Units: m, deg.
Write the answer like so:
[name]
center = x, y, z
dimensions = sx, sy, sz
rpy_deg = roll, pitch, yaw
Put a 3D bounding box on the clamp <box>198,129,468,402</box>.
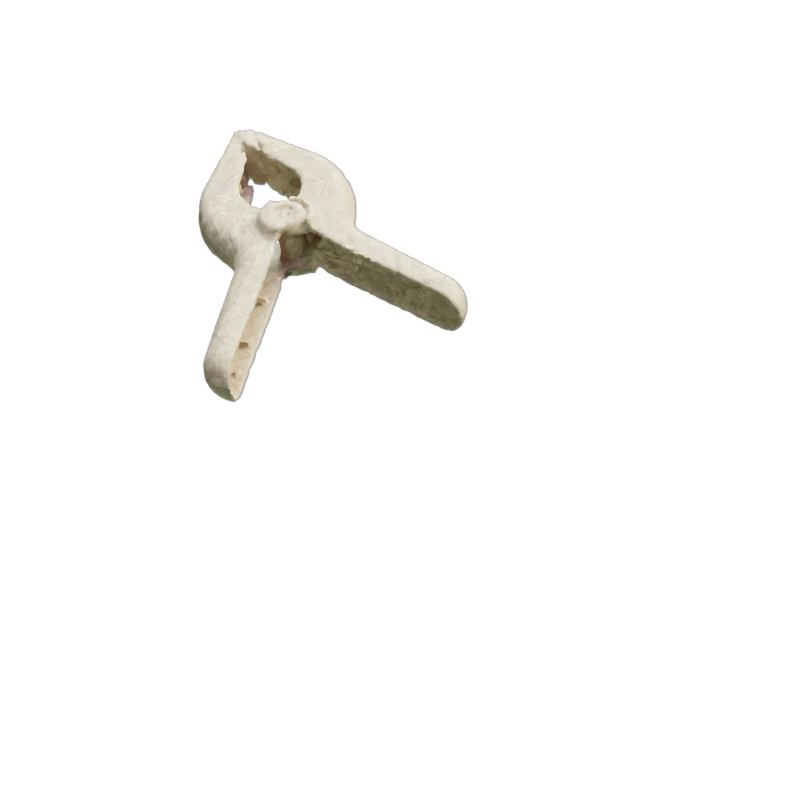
[clamp]
center = -0.042, -0.077, 0.537
dimensions = 0.119, 0.185, 0.036
rpy_deg = -8, -42, -8
